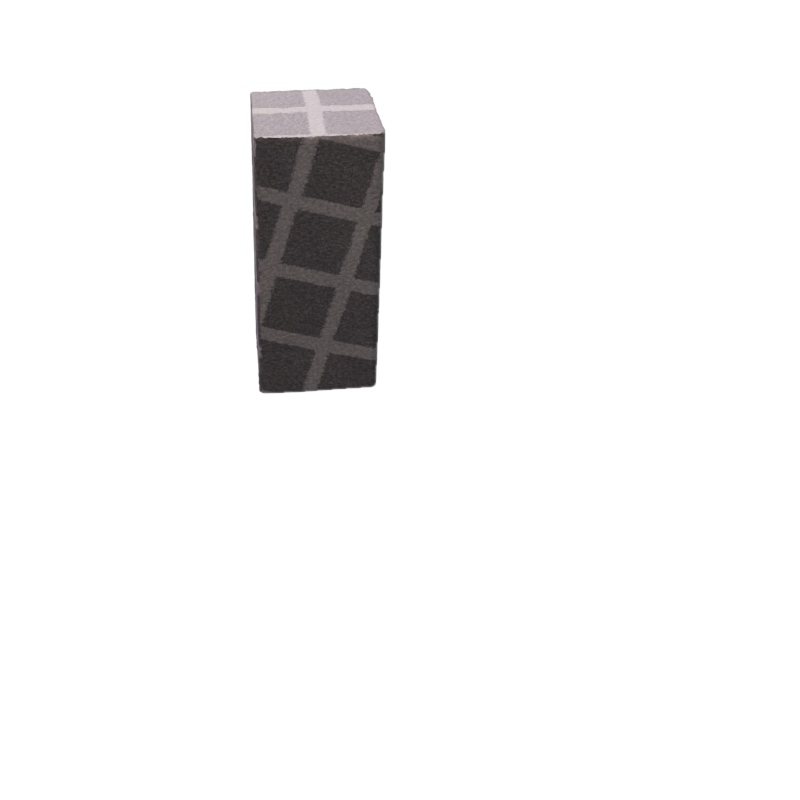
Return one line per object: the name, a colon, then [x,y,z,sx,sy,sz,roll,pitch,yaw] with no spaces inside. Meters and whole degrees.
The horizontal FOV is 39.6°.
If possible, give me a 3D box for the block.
block: [-0.063,-0.117,0.819,0.089,0.194,0.097,-2,30,-7]
